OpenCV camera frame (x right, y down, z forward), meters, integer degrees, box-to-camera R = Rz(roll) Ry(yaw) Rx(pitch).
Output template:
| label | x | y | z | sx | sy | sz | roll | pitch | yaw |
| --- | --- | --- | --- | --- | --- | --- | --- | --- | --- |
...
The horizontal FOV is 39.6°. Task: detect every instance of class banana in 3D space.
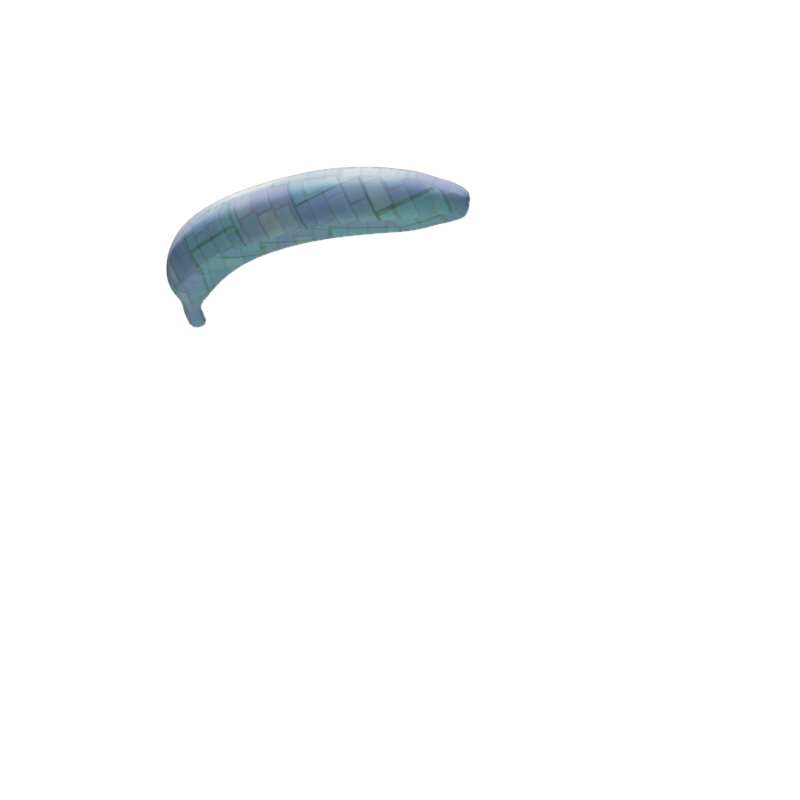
| label | x | y | z | sx | sy | sz | roll | pitch | yaw |
| --- | --- | --- | --- | --- | --- | --- | --- | --- | --- |
| banana | -0.062 | -0.092 | 0.601 | 0.200 | 0.039 | 0.065 | -16 | -30 | 32 |
